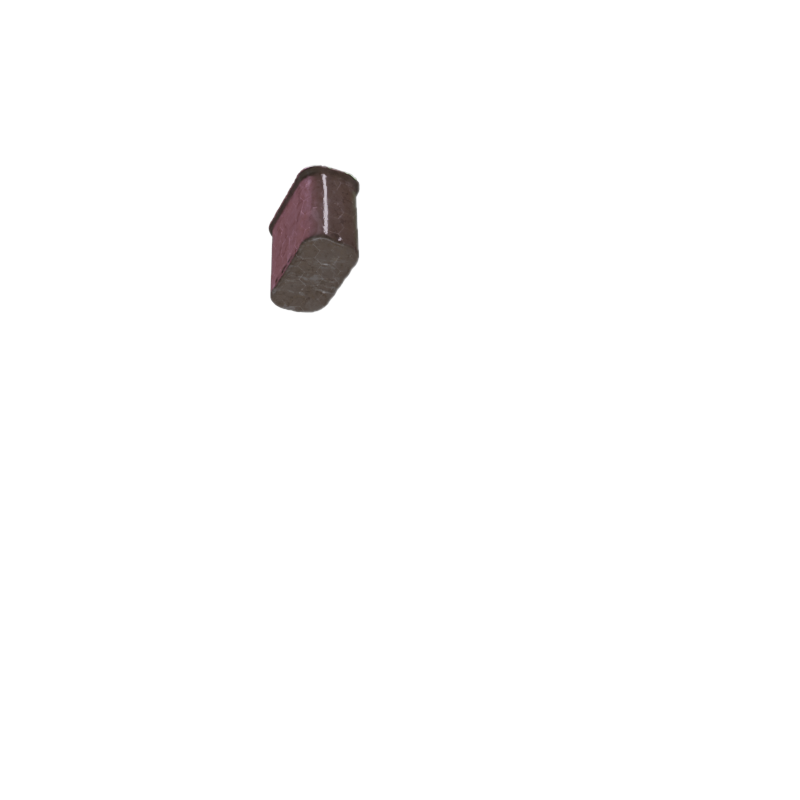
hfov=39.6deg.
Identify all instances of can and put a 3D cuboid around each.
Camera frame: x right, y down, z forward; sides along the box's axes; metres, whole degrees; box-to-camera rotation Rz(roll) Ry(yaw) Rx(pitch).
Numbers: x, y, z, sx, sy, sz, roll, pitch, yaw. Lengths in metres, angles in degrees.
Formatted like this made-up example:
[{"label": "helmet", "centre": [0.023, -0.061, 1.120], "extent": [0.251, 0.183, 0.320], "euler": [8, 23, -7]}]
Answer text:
[{"label": "can", "centre": [-0.074, -0.136, 0.952], "extent": [0.055, 0.090, 0.098], "euler": [16, -42, -21]}]
